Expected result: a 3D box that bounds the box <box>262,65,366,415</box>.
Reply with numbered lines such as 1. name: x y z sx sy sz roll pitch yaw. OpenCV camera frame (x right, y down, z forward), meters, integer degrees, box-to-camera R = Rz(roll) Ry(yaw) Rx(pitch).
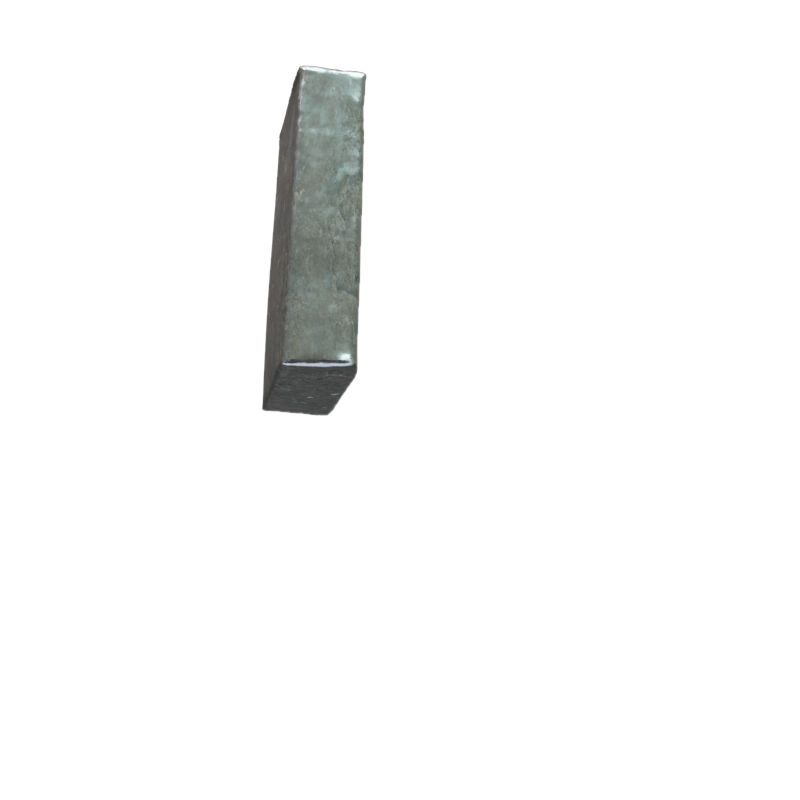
1. box: -0.049 -0.089 0.626 0.047 0.186 0.090 3 -22 -12
